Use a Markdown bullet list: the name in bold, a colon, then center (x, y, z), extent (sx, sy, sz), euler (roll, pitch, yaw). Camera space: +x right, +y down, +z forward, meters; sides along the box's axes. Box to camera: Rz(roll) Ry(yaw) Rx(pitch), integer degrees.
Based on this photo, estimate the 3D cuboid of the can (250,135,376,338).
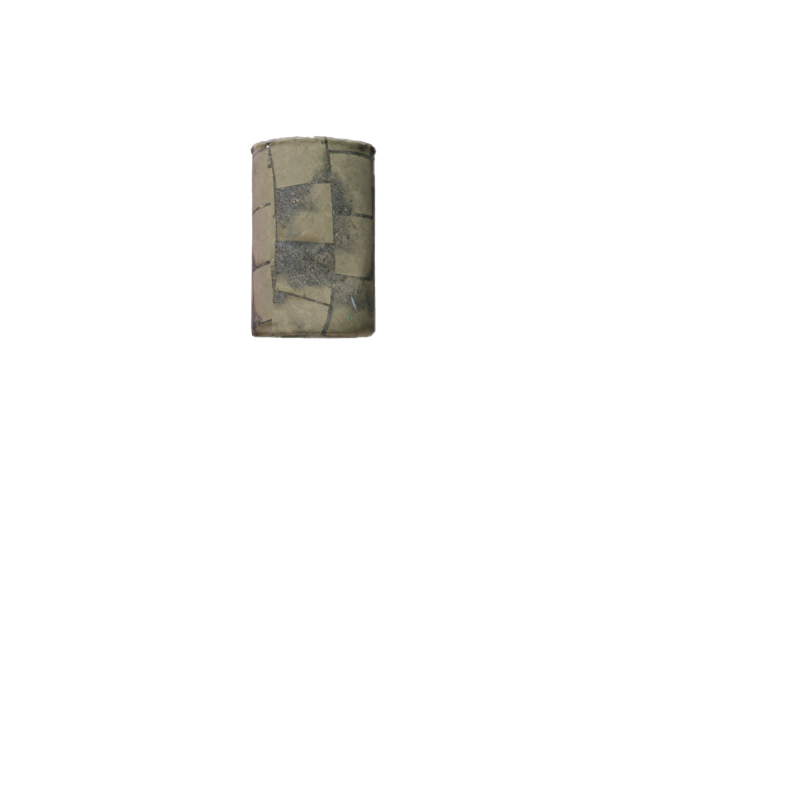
- **can**: center (-0.047, -0.085, 0.595), extent (0.068, 0.104, 0.068), euler (0, -4, -2)
